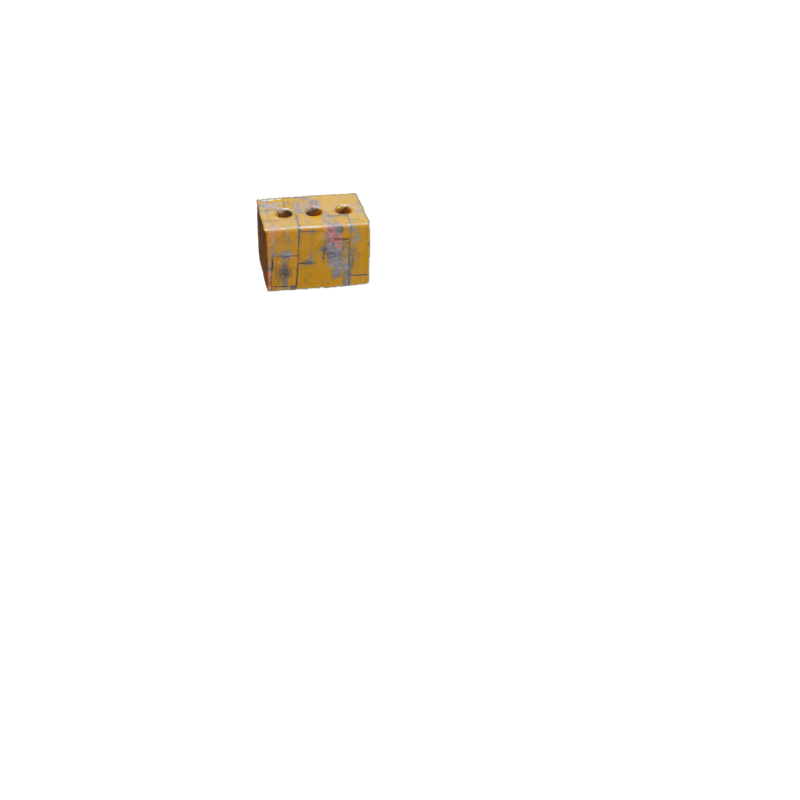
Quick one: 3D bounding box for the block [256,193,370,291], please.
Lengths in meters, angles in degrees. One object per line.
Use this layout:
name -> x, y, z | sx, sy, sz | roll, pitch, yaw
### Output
block -> -0.064, -0.116, 0.811 | 0.077, 0.048, 0.057 | -5, 32, -9
